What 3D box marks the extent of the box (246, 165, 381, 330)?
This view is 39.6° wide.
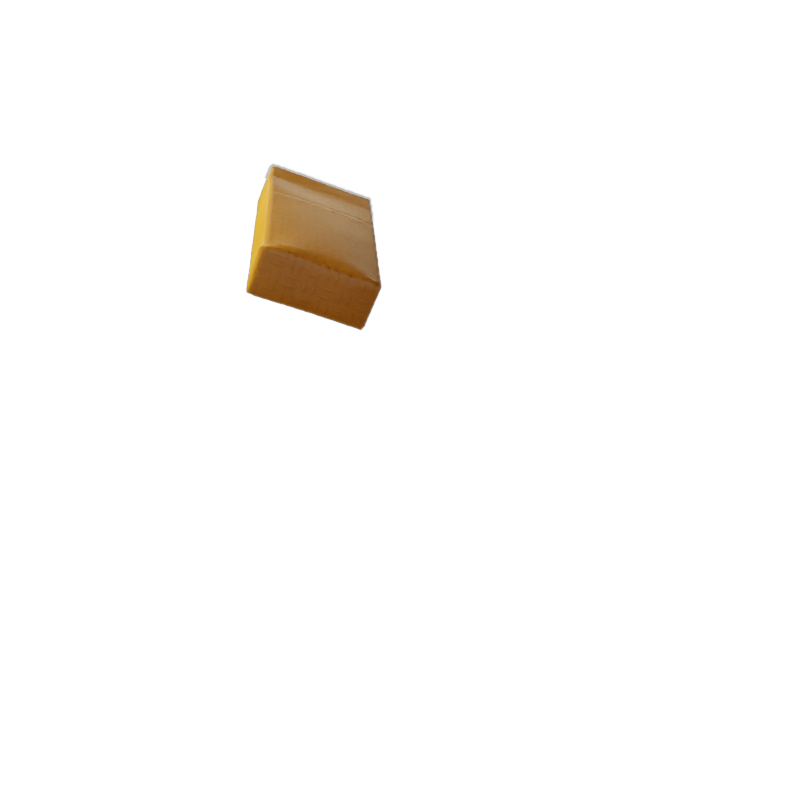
[{"bbox_3d":[-0.068,-0.124,0.870,0.092,0.046,0.186,17,24,-12],"label":"box"}]
